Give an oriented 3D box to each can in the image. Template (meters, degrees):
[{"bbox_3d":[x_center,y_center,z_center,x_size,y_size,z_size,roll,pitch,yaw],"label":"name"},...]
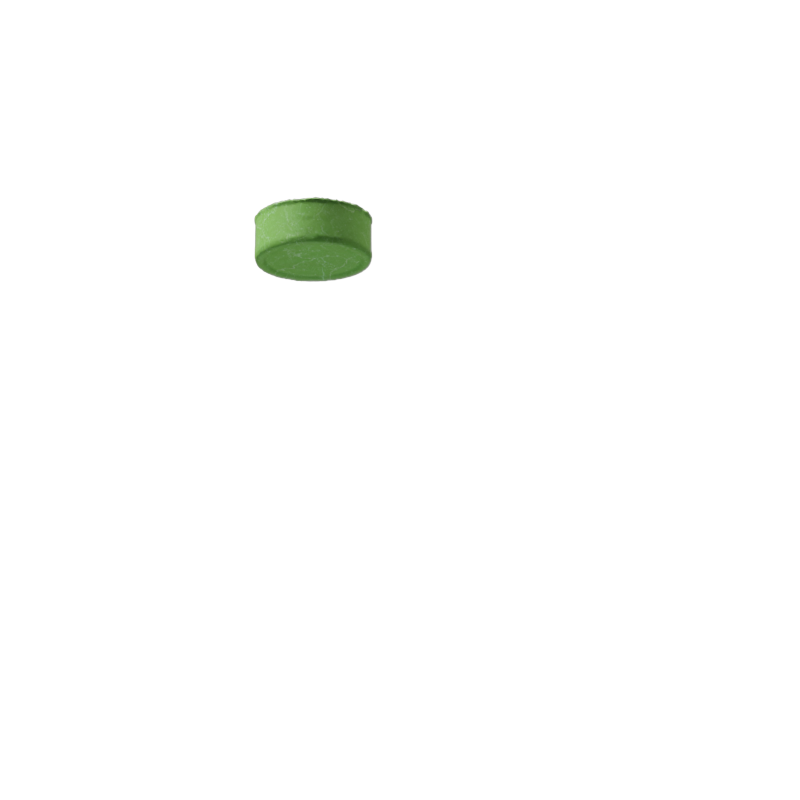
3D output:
[{"bbox_3d":[-0.063,-0.114,0.800,0.086,0.035,0.082,0,-15,-2],"label":"can"}]
